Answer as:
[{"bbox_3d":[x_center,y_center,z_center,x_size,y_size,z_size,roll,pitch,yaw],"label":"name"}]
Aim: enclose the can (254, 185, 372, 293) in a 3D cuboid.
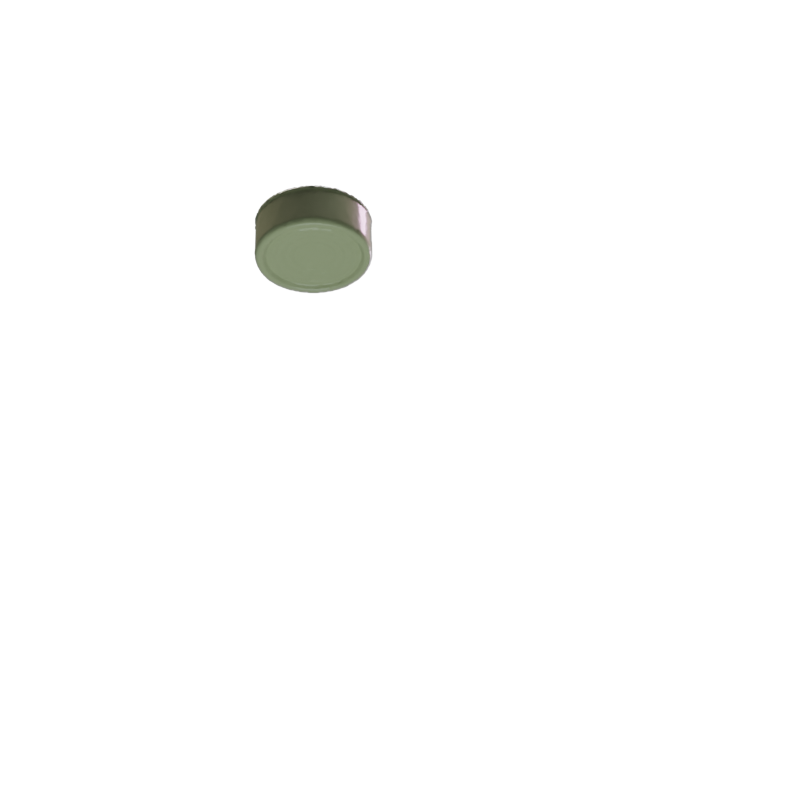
[{"bbox_3d":[-0.063,-0.114,0.801,0.086,0.036,0.080,1,-34,-2],"label":"can"}]
